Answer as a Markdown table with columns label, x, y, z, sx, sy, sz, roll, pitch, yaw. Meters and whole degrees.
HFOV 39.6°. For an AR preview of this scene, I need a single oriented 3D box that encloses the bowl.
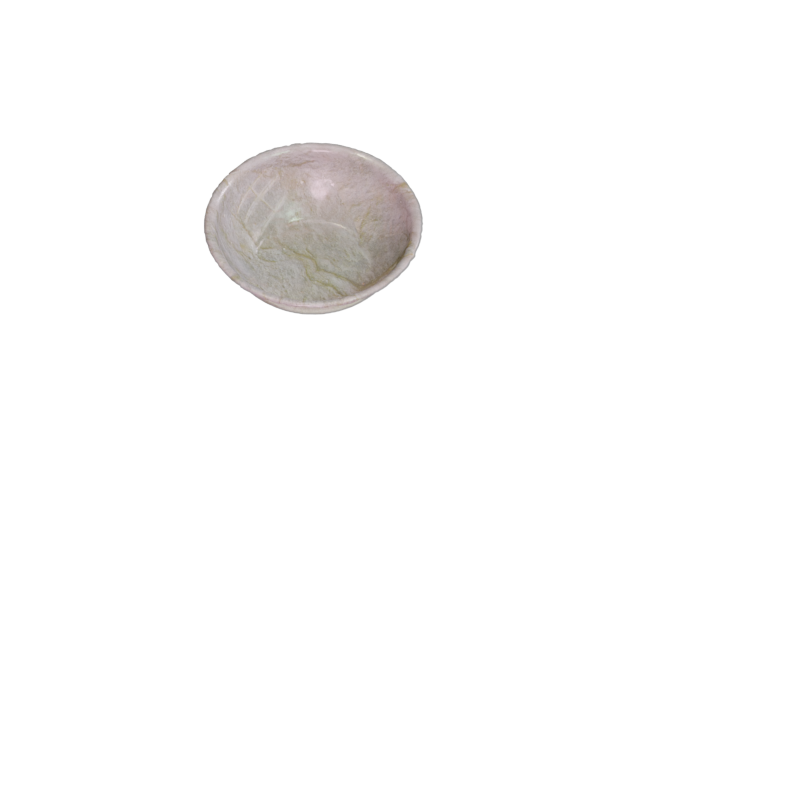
| label | x | y | z | sx | sy | sz | roll | pitch | yaw |
| --- | --- | --- | --- | --- | --- | --- | --- | --- | --- |
| bowl | -0.066 | -0.120 | 0.839 | 0.162 | 0.174 | 0.051 | -1 | -37 | -1 |
